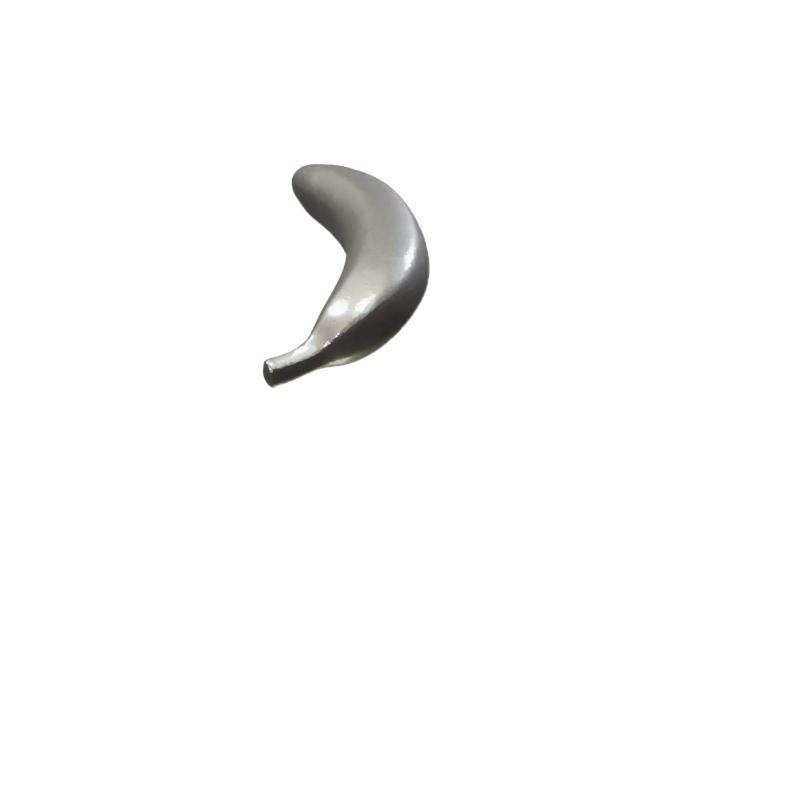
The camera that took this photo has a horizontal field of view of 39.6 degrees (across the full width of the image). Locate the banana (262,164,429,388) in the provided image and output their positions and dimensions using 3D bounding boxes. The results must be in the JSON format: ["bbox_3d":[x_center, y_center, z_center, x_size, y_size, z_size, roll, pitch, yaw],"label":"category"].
[{"bbox_3d":[-0.022,-0.072,0.515,0.070,0.035,0.209,0,31,-1],"label":"banana"}]
